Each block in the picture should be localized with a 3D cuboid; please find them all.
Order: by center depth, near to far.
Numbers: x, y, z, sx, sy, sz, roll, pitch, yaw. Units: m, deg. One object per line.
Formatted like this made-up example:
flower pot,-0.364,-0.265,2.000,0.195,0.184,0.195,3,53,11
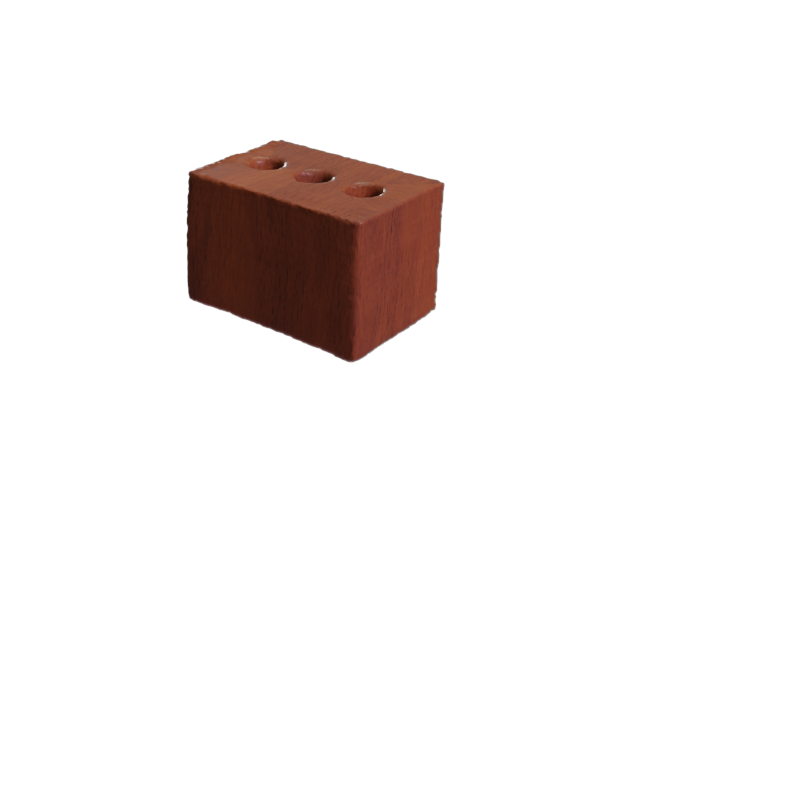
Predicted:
block,-0.031,-0.056,0.395,0.082,0.048,0.053,20,33,32
